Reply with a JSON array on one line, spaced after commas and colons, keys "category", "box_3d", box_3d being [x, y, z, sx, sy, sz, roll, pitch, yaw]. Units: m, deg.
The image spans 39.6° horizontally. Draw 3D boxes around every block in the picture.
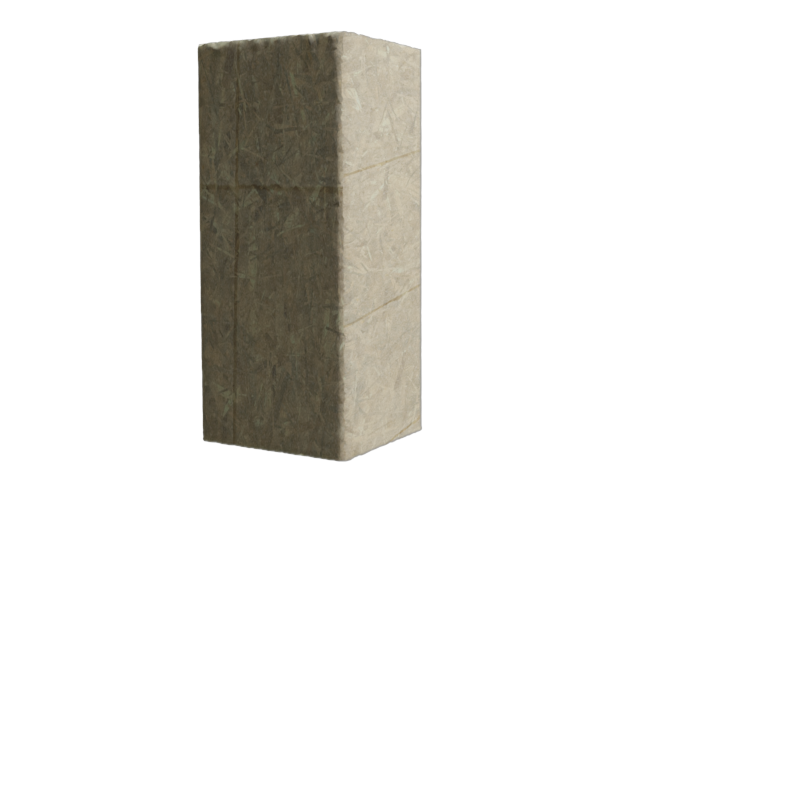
[{"category": "block", "box_3d": [-0.046, -0.084, 0.587, 0.094, 0.204, 0.088, 3, 5, 29]}]
